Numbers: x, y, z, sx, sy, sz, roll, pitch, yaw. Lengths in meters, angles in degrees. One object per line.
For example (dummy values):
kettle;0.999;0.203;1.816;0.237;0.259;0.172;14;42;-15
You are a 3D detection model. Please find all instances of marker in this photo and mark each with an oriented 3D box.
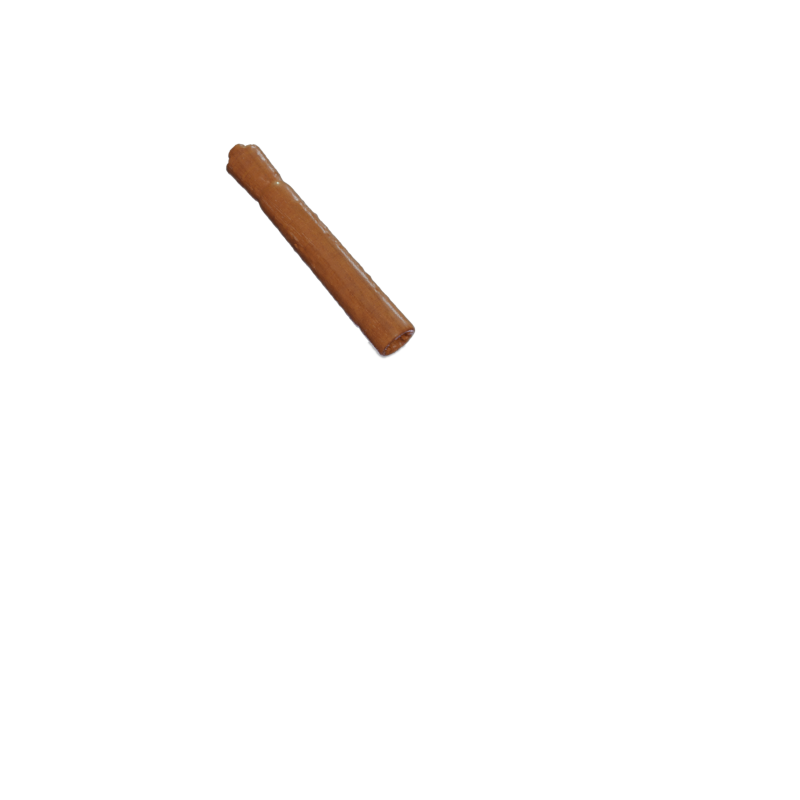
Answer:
marker;-0.038;-0.070;0.487;0.020;0.128;0.019;-33;-23;-16
